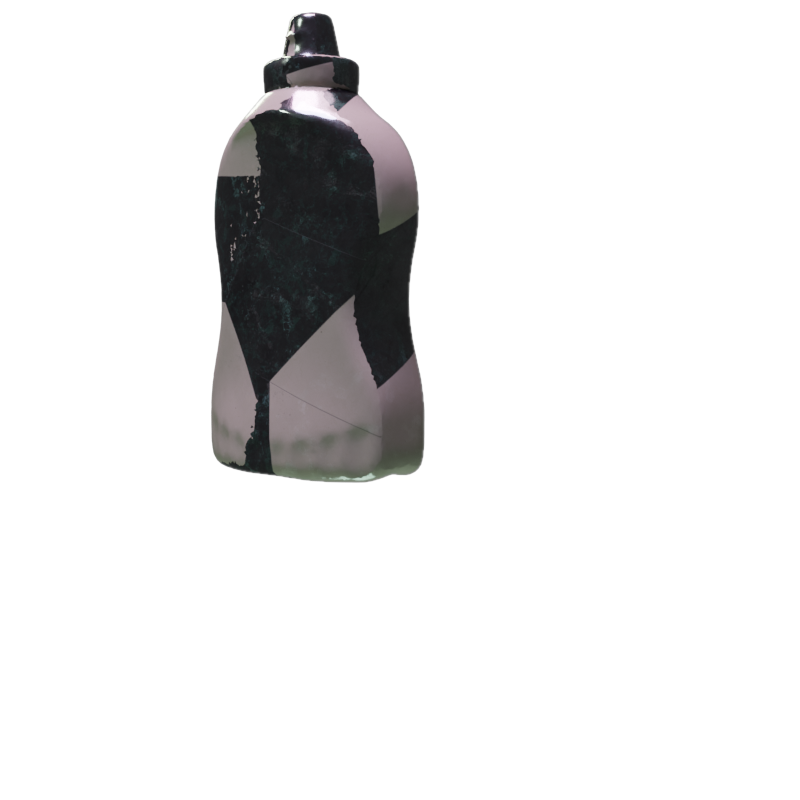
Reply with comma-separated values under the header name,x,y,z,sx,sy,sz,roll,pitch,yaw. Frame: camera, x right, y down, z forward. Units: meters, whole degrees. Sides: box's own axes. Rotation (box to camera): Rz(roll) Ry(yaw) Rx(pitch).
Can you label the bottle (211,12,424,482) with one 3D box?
name,x,y,z,sx,sy,sz,roll,pitch,yaw
bottle,-0.037,-0.067,0.467,0.099,0.193,0.056,-2,-3,41
